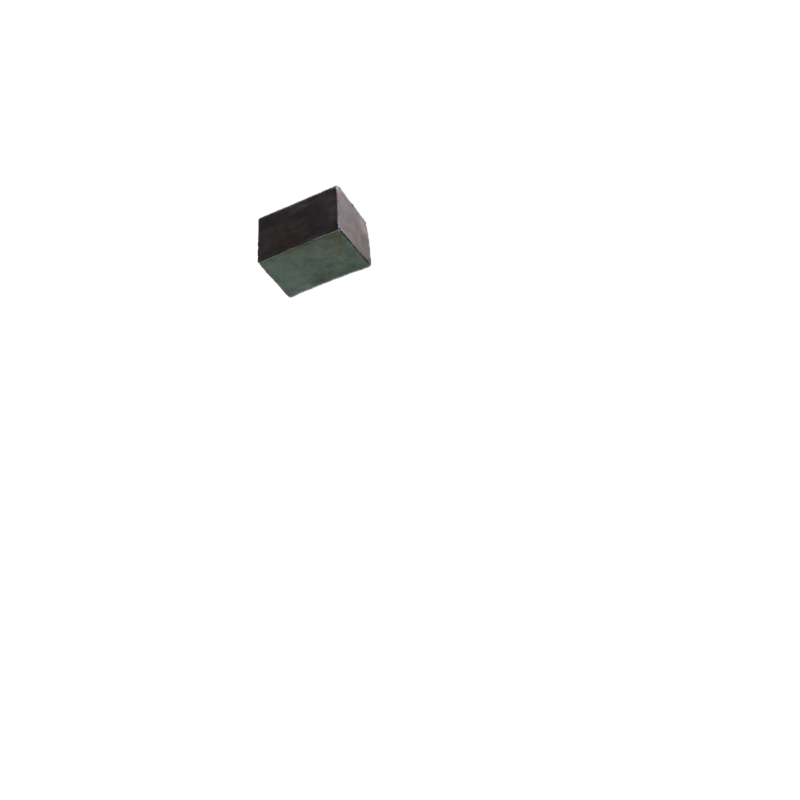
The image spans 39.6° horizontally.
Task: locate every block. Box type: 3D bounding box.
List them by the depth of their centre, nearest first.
[{"bbox_3d":[-0.070,-0.128,0.897,0.078,0.055,0.049,-19,-43,20],"label":"block"}]
